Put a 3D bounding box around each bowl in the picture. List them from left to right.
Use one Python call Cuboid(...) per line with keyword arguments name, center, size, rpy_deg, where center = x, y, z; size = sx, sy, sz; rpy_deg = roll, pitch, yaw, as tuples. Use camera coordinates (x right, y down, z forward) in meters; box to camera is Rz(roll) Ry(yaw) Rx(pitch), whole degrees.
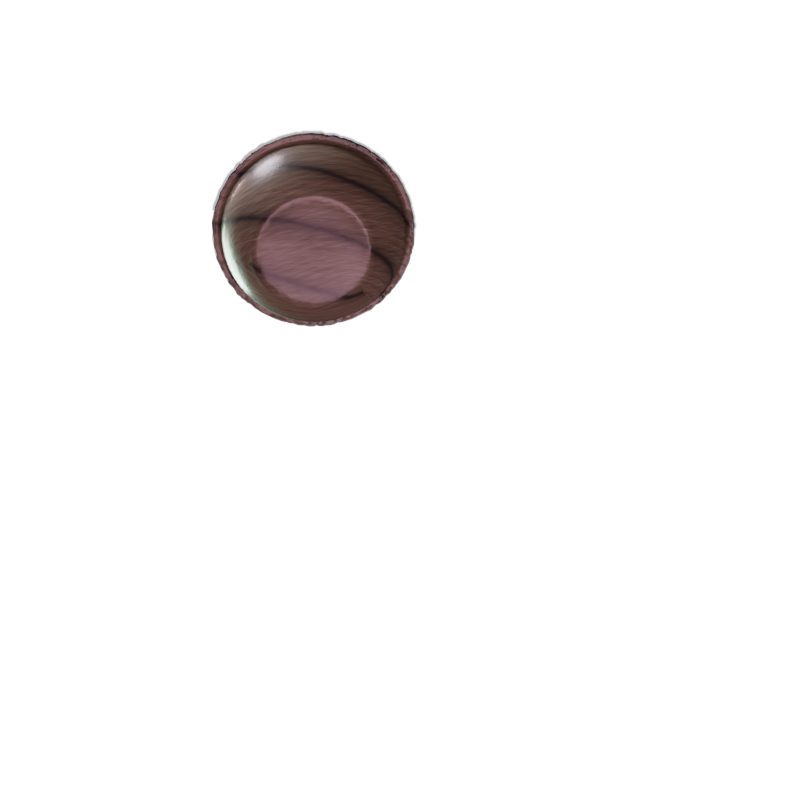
Cuboid(name="bowl", center=(-0.067, -0.122, 0.857), size=(0.162, 0.155, 0.057), rpy_deg=(0, 19, -1))
